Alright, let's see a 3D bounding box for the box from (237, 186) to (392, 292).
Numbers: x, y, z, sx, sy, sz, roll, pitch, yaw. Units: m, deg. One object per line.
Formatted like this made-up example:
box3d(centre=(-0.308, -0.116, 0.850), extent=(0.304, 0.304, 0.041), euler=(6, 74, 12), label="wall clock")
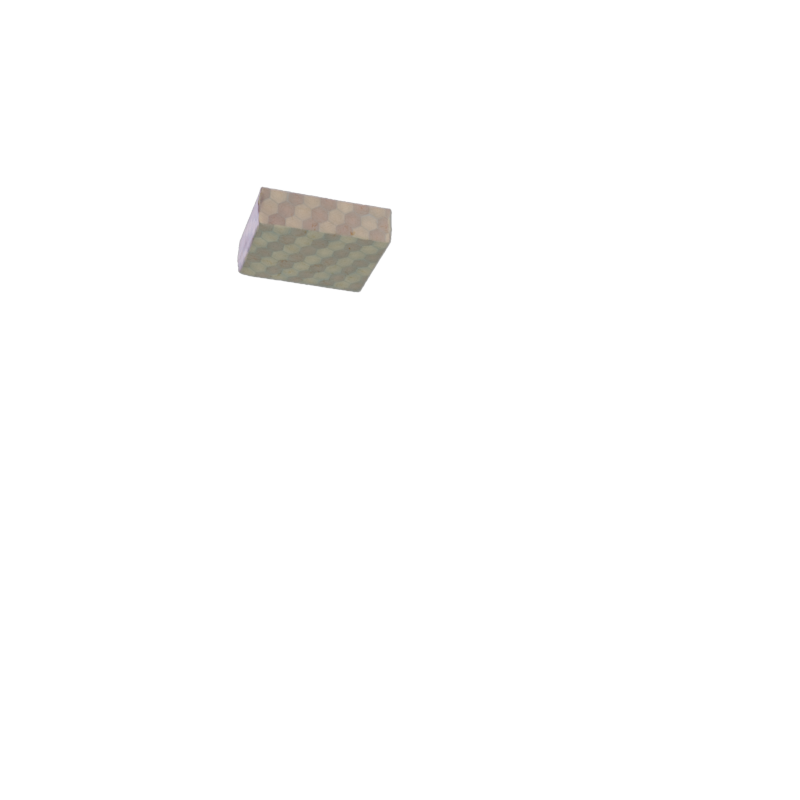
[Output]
box3d(centre=(-0.072, -0.132, 0.924), extent=(0.111, 0.041, 0.086), euler=(7, -27, -14), label="box")
